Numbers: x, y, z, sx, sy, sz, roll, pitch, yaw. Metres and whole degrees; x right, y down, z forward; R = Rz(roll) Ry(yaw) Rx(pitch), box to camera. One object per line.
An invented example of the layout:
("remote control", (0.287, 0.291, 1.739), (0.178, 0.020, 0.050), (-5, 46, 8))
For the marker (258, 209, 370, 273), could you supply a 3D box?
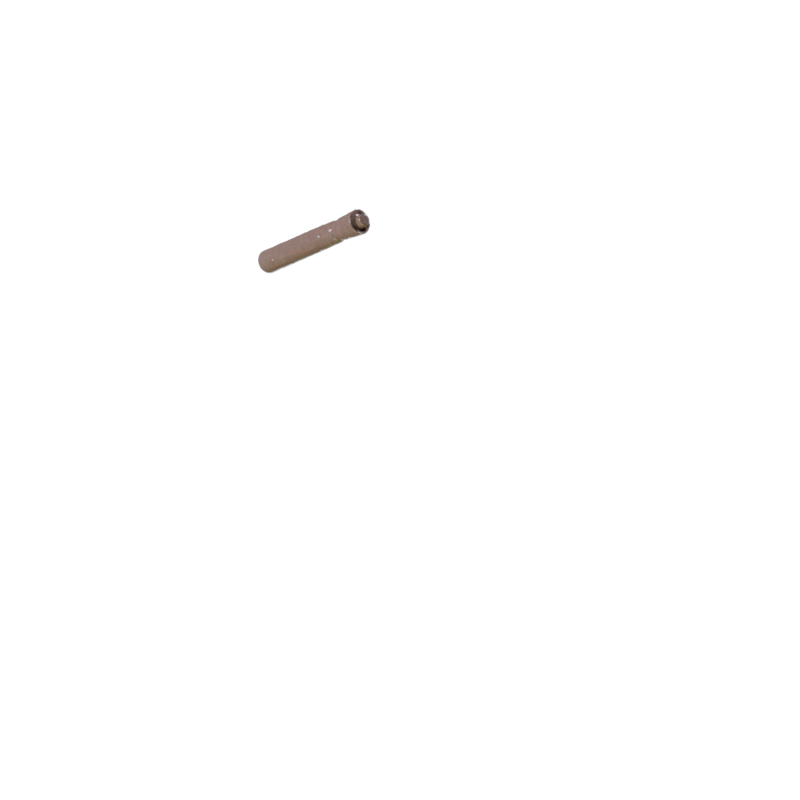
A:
("marker", (-0.065, -0.118, 0.828), (0.019, 0.020, 0.123), (-3, -7, -41))
